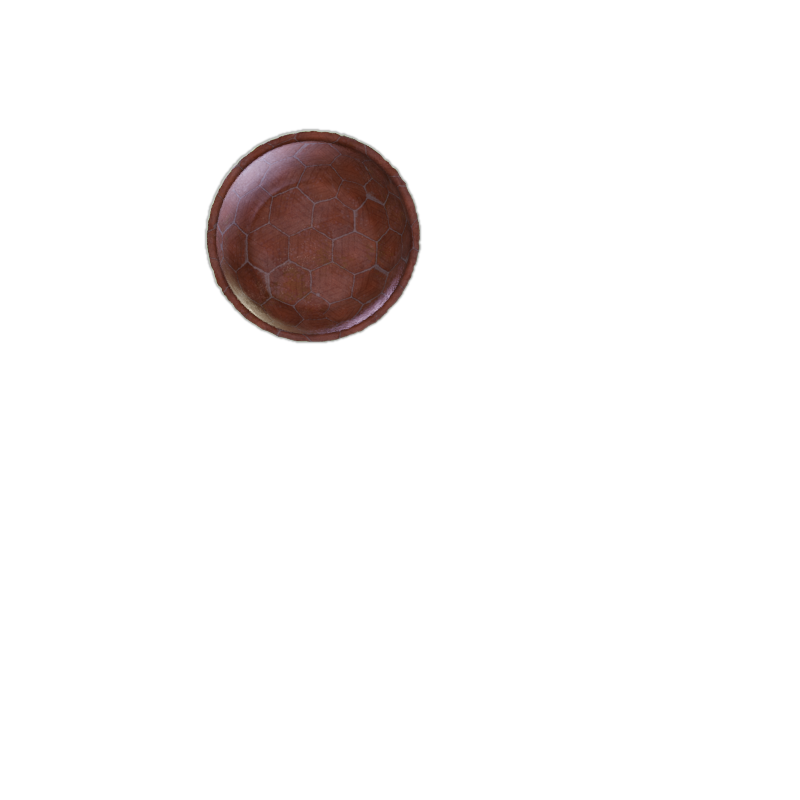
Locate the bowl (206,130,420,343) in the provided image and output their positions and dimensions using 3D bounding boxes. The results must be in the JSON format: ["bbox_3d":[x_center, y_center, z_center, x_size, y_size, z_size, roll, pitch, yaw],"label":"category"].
[{"bbox_3d":[-0.064,-0.116,0.812,0.162,0.159,0.056,0,8,-1],"label":"bowl"}]
